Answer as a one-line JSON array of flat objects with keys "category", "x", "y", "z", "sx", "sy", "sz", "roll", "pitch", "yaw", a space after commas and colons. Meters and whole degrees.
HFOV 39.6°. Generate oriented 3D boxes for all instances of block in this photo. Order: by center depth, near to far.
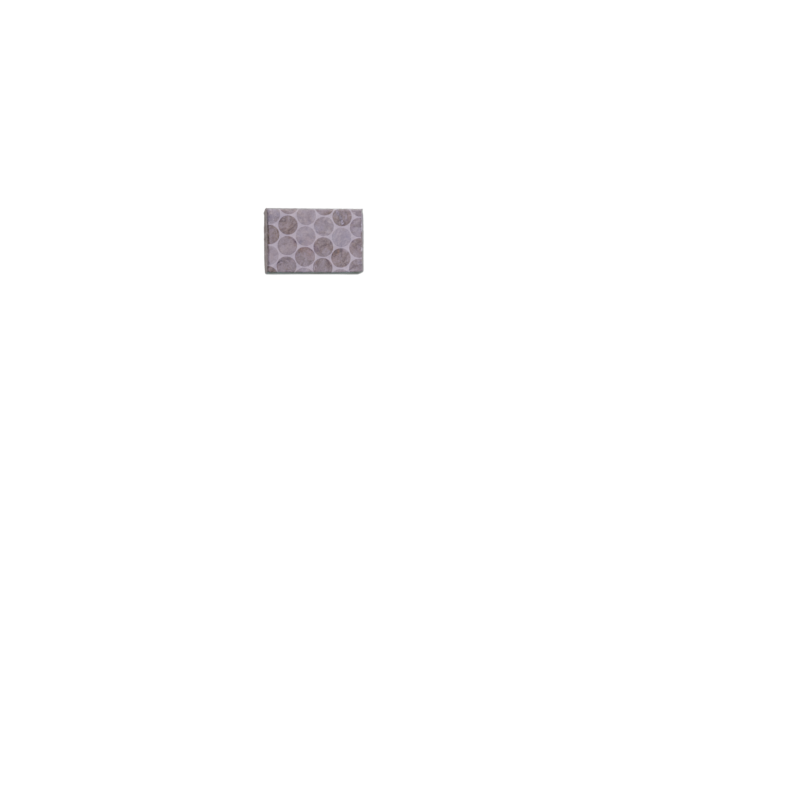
[{"category": "block", "x": -0.069, "y": -0.126, "z": 0.881, "sx": 0.077, "sy": 0.051, "sz": 0.053, "roll": 0, "pitch": 1, "yaw": -6}]
